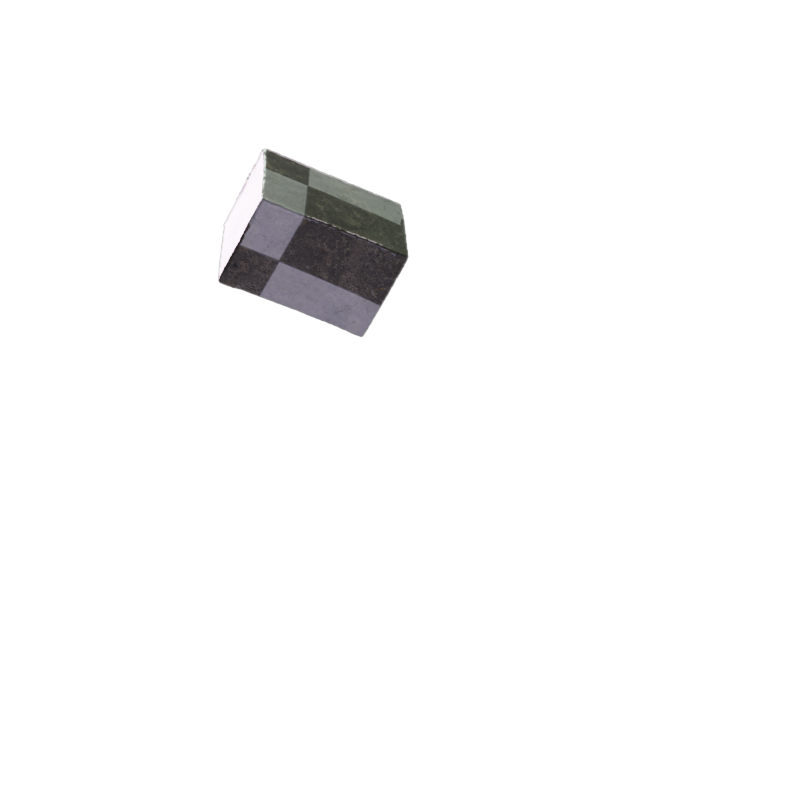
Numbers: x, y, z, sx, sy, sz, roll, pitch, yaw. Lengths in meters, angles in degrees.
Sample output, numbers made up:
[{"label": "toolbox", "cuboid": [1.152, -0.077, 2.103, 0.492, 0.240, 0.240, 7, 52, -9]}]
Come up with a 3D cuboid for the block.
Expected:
[{"label": "block", "cuboid": [-0.042, -0.077, 0.538, 0.076, 0.051, 0.055, 21, 32, -16]}]
